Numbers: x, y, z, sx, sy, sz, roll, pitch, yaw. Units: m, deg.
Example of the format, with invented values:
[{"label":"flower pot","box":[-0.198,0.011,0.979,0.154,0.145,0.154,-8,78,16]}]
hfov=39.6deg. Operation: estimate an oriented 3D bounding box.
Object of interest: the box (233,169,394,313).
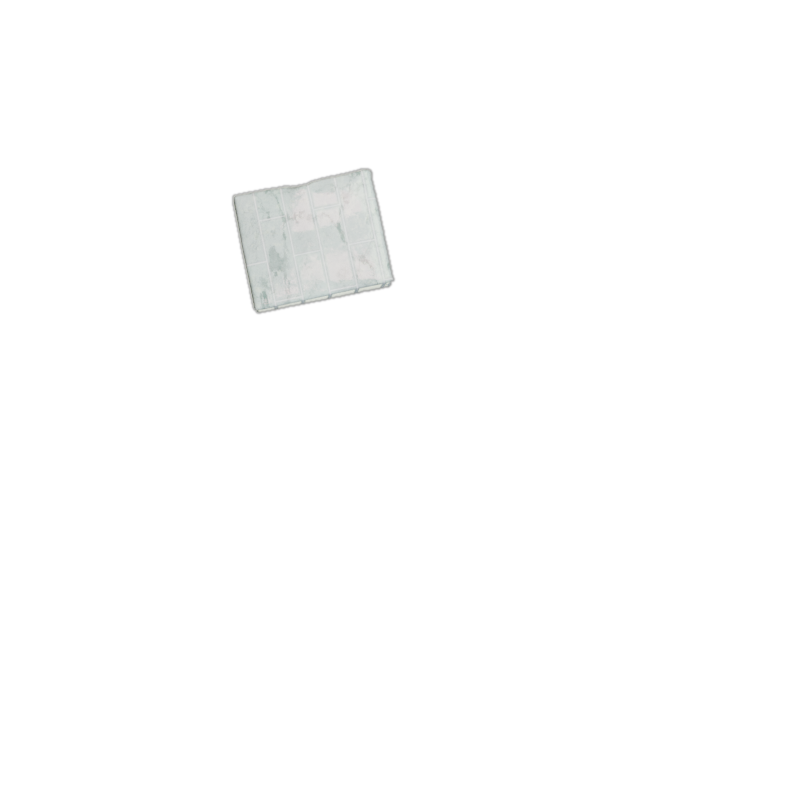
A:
[{"label":"box","box":[-0.054,-0.099,0.692,0.089,0.075,0.030,-11,-8,-2]}]
